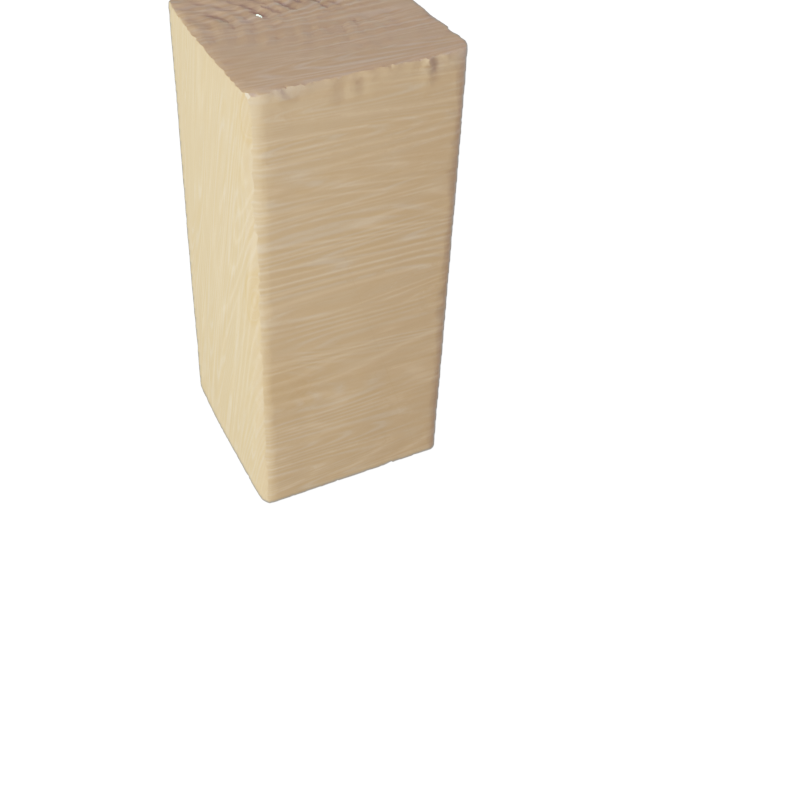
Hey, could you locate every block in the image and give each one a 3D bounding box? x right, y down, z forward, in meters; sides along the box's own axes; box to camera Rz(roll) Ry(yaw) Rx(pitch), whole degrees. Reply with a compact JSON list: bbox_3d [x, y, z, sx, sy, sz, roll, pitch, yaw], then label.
[{"bbox_3d":[-0.037,-0.068,0.477,0.089,0.192,0.098,-15,43,-21],"label":"block"}]
